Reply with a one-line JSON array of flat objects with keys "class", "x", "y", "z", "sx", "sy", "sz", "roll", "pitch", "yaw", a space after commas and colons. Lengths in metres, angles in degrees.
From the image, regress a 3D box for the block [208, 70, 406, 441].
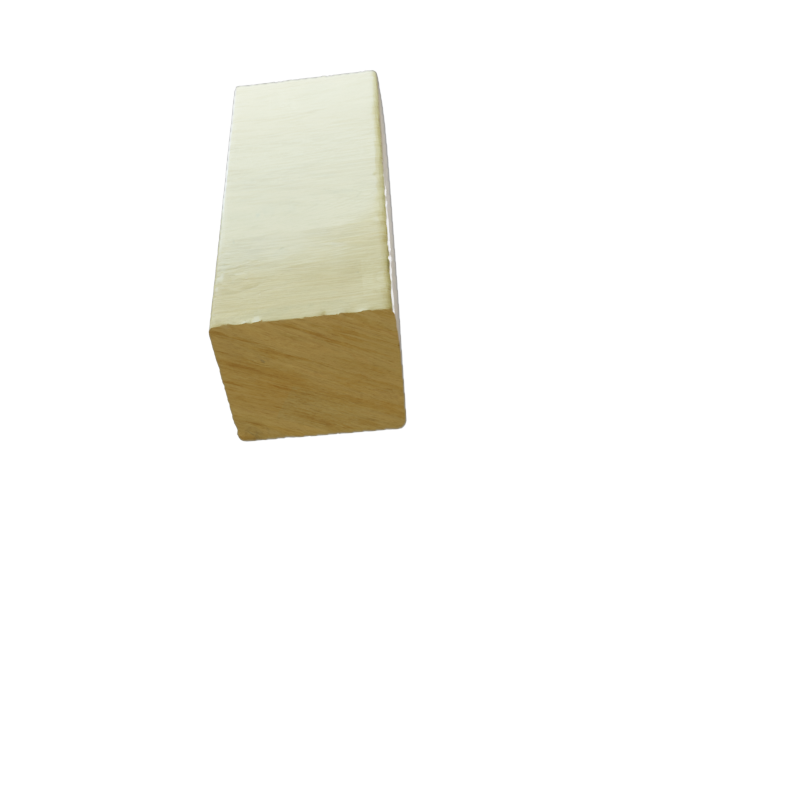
[{"class": "block", "x": -0.049, "y": -0.089, "z": 0.624, "sx": 0.091, "sy": 0.221, "sz": 0.083, "roll": -6, "pitch": -44, "yaw": 2}]
